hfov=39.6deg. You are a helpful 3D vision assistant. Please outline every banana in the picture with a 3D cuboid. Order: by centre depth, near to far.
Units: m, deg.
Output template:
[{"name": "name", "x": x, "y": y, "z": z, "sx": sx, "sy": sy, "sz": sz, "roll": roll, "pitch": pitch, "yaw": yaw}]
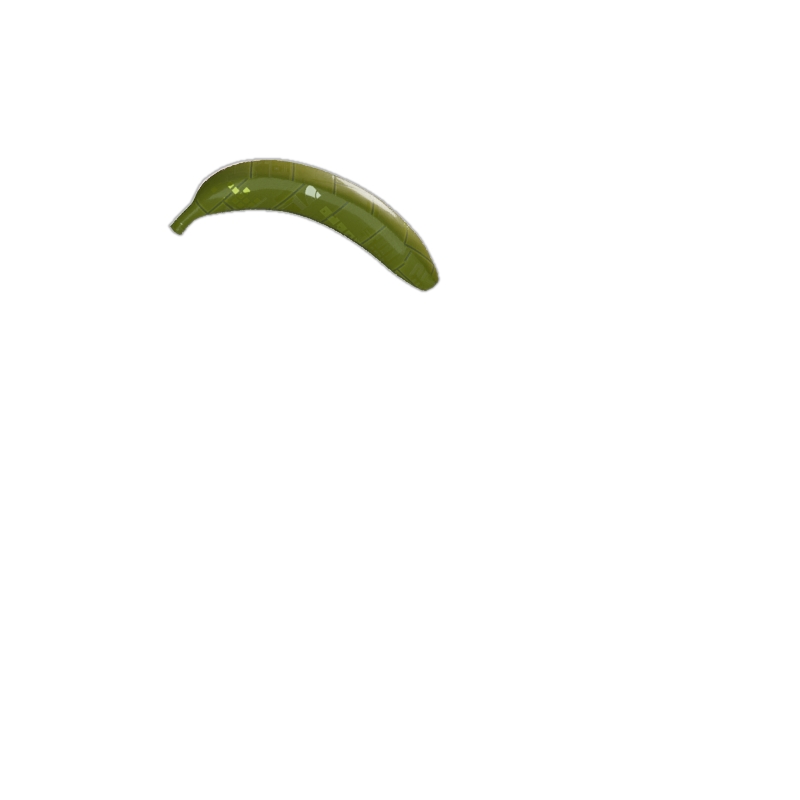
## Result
[{"name": "banana", "x": -0.062, "y": -0.133, "z": 0.801, "sx": 0.197, "sy": 0.068, "sz": 0.038, "roll": 13, "pitch": 11, "yaw": -2}]
